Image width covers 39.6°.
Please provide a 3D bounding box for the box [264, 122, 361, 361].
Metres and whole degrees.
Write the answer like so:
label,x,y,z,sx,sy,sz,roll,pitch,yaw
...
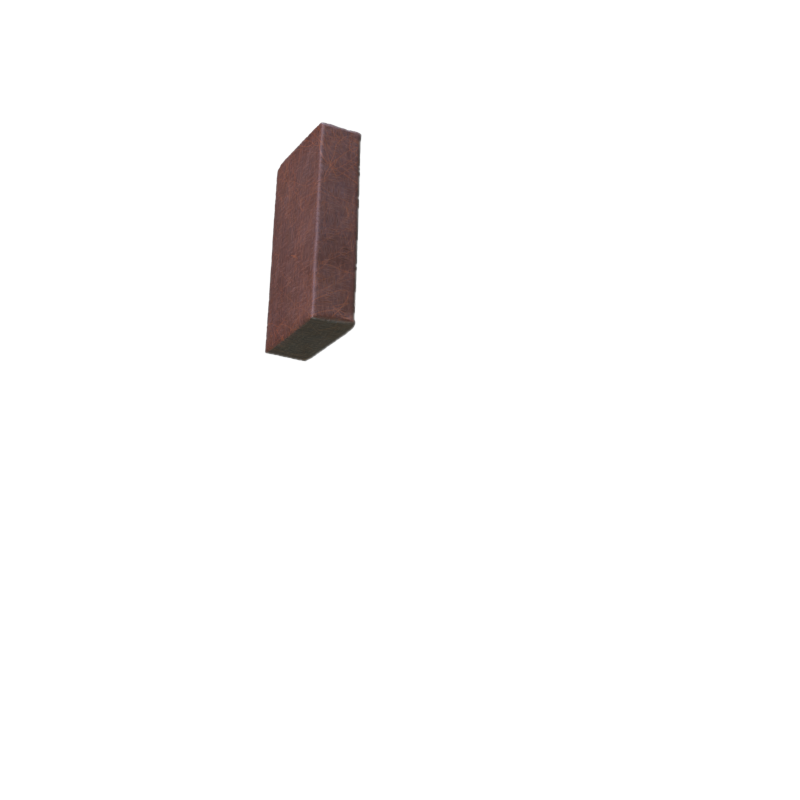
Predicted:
label,x,y,z,sx,sy,sz,roll,pitch,yaw
box,-0.072,-0.131,0.918,0.046,0.186,0.092,12,-27,-28
